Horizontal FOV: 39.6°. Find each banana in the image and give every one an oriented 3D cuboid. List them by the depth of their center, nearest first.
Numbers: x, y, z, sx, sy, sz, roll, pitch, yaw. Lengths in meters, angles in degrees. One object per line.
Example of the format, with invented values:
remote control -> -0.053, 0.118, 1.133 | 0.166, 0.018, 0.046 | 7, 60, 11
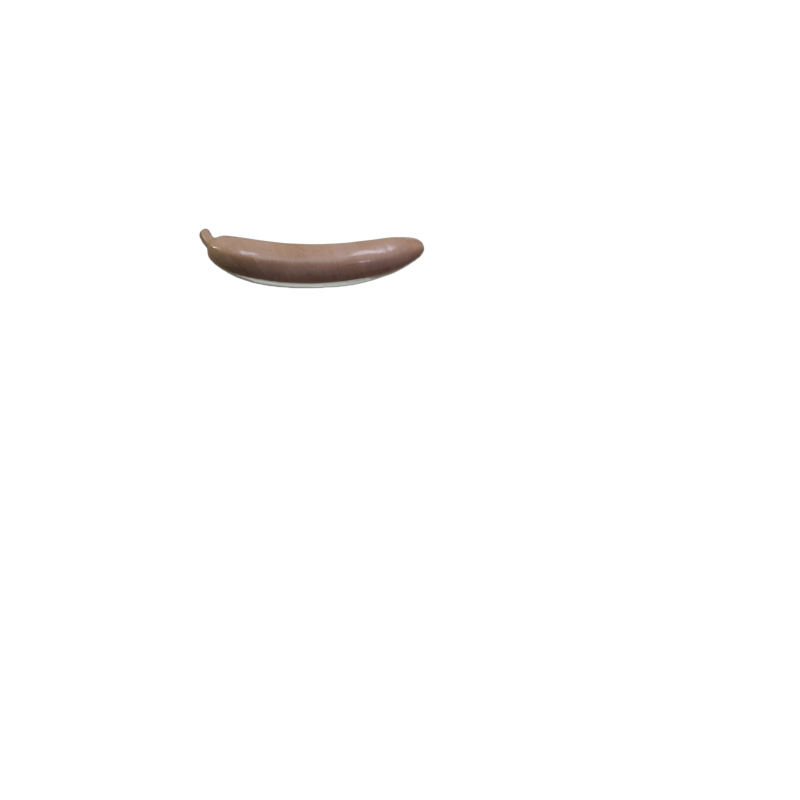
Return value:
banana -> -0.080, -0.123, 0.940 | 0.199, 0.034, 0.074 | 5, 45, 5
